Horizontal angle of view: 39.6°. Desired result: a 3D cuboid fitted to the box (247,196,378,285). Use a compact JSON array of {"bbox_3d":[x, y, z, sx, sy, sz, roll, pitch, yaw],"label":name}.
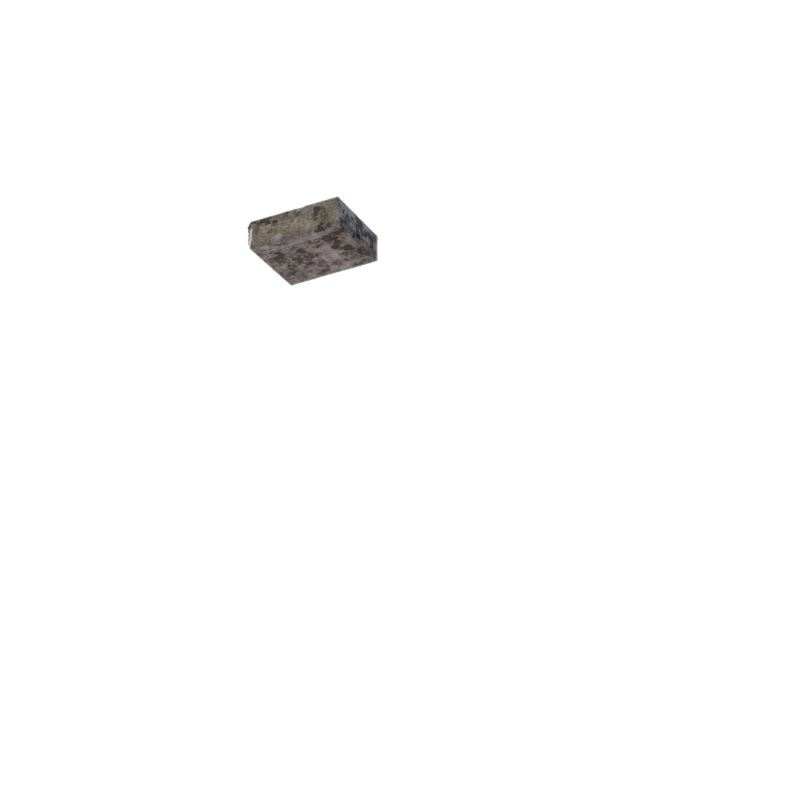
[{"bbox_3d":[-0.074,-0.135,0.943,0.091,0.032,0.068,-12,-28,24],"label":"box"}]
